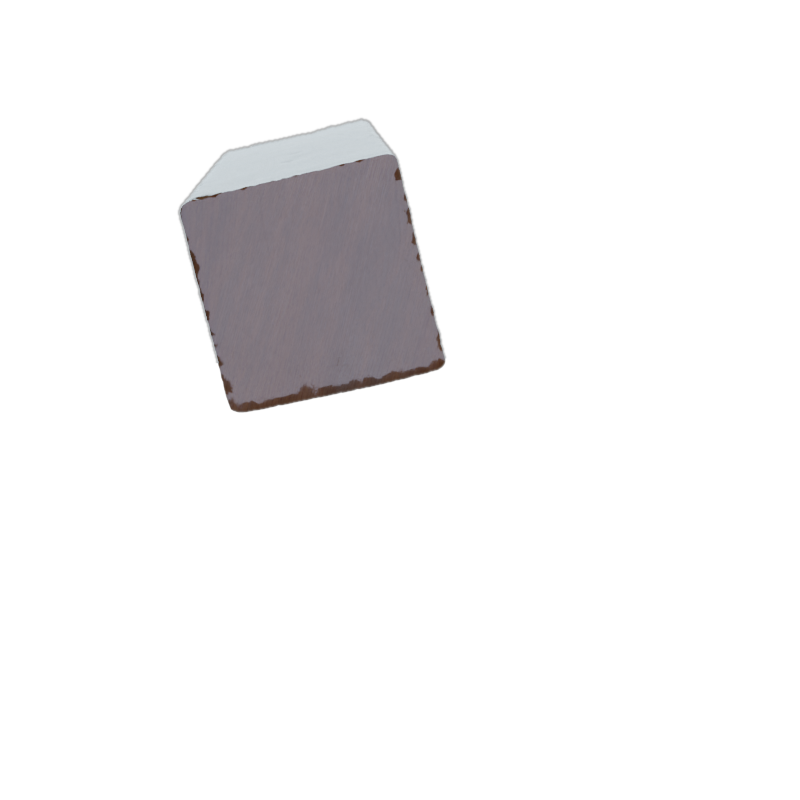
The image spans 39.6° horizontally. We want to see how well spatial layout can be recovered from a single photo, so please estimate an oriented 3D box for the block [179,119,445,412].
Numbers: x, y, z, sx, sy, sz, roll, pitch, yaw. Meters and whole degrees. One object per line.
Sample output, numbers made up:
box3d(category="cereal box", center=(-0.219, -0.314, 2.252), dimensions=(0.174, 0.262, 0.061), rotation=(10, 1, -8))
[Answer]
box3d(category="block", center=(-0.042, -0.076, 0.534), dimensions=(0.090, 0.088, 0.213), rotation=(-13, 17, 0))
